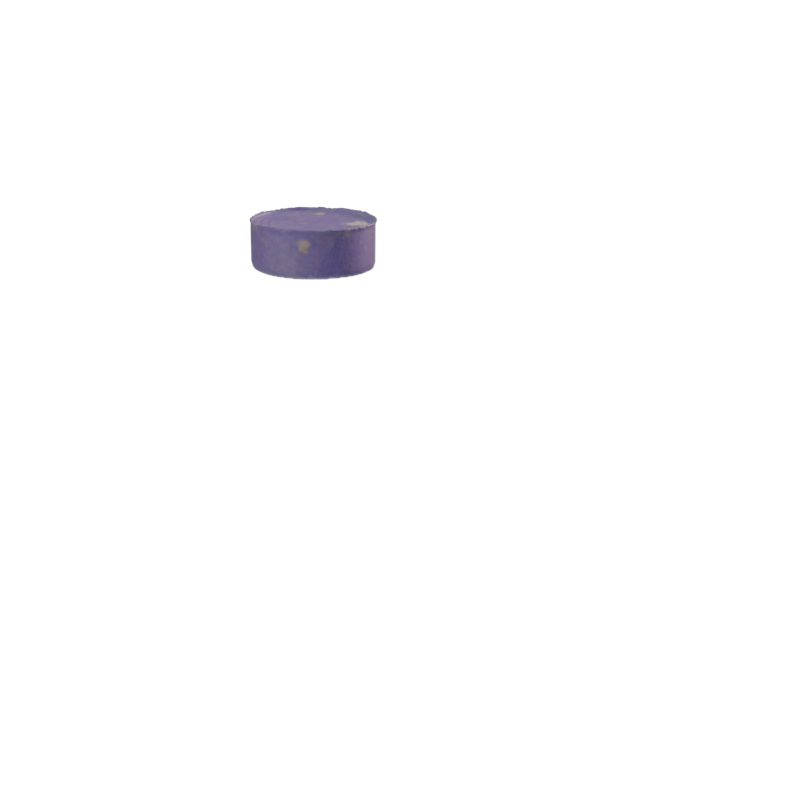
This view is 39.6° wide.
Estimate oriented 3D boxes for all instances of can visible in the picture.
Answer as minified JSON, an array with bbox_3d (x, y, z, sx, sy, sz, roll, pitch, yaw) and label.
[{"bbox_3d":[-0.059,-0.107,0.750,0.086,0.032,0.089,-1,19,-2],"label":"can"}]
